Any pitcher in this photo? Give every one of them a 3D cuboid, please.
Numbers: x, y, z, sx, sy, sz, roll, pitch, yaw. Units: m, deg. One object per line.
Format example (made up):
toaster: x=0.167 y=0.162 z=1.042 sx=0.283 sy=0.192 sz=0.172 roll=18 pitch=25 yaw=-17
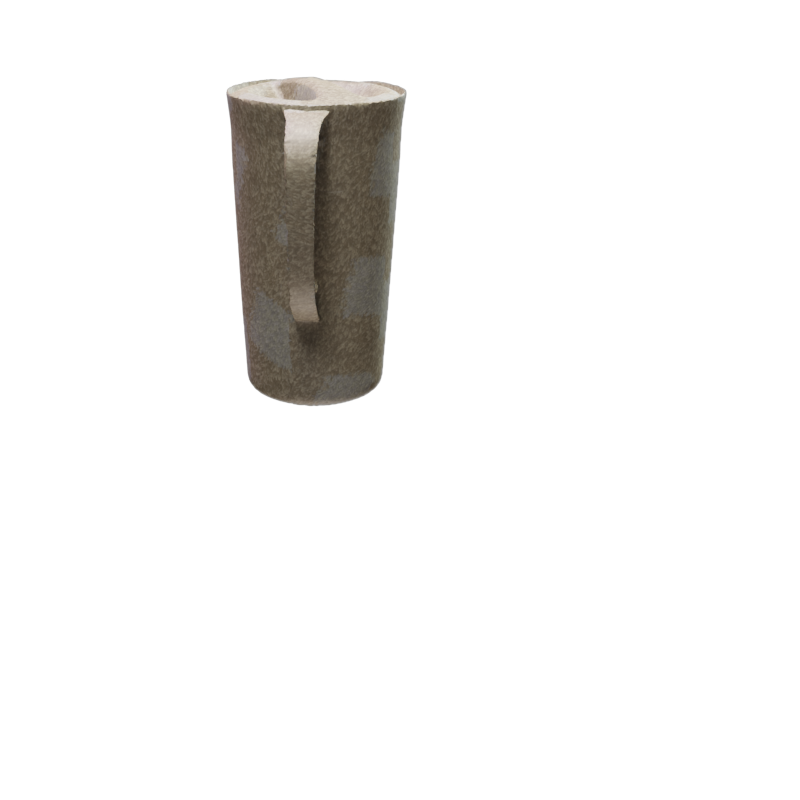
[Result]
pitcher: x=-0.066 y=-0.120 z=0.844 sx=0.146 sy=0.234 sz=0.154 roll=-15 pitch=25 yaw=-40
